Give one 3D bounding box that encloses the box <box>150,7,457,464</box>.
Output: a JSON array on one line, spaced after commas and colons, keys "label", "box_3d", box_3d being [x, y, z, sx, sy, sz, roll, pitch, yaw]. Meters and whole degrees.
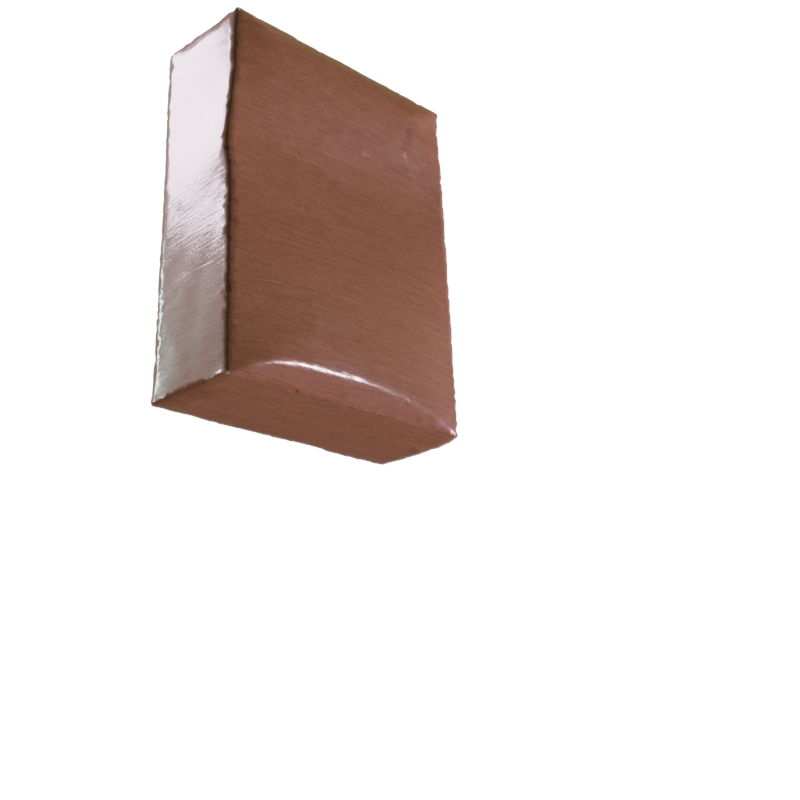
[{"label": "box", "box_3d": [-0.048, -0.088, 0.614, 0.154, 0.226, 0.072, 19, -32, -39]}]
